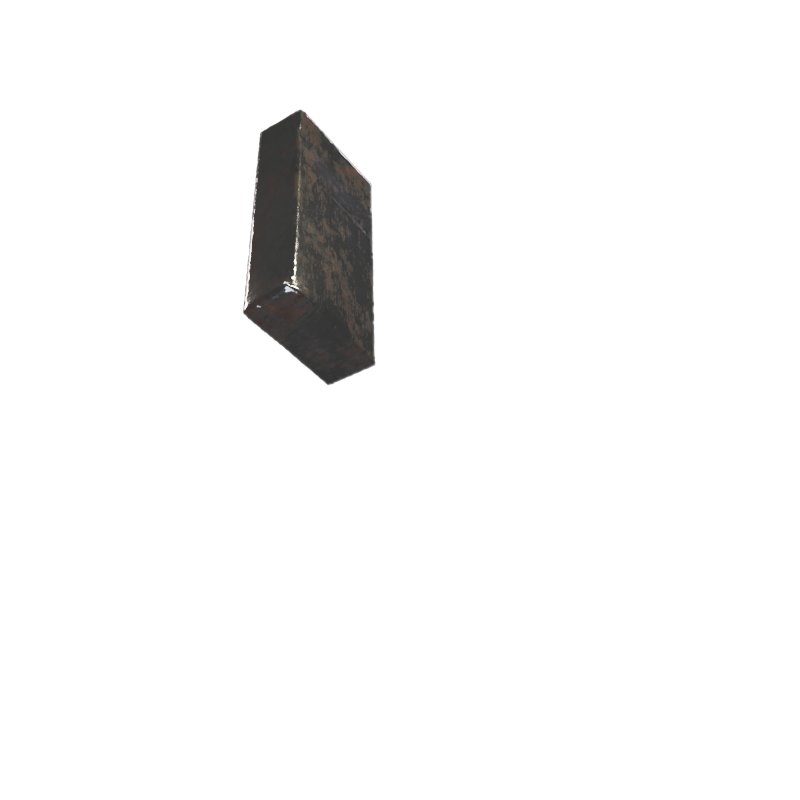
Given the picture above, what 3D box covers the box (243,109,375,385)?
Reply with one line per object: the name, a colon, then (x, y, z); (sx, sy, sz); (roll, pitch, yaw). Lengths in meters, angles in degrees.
box: (-0.060, -0.108, 0.761); (0.048, 0.189, 0.087); (-28, -48, 24)
